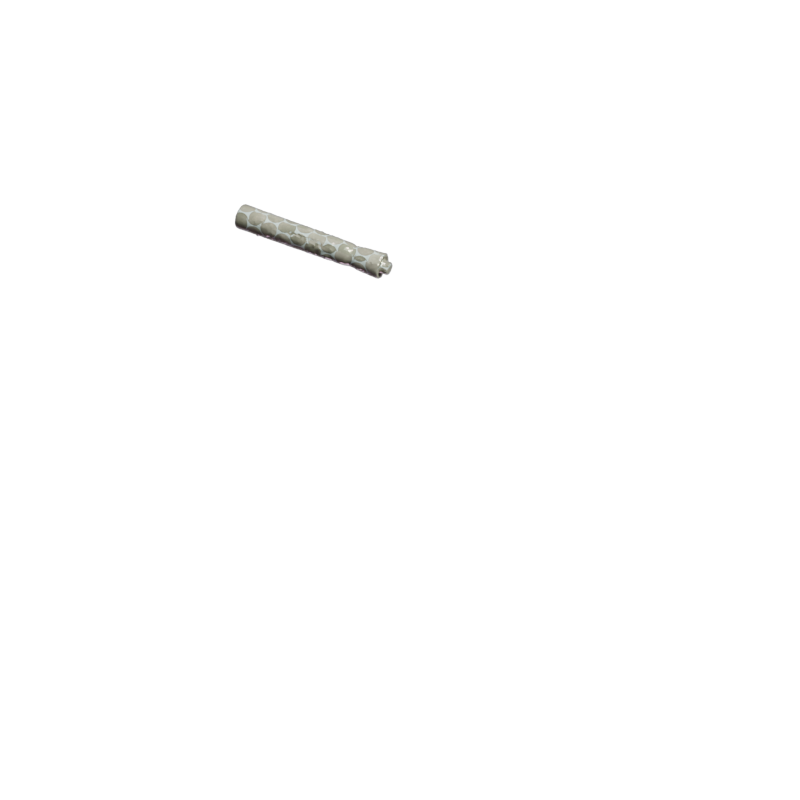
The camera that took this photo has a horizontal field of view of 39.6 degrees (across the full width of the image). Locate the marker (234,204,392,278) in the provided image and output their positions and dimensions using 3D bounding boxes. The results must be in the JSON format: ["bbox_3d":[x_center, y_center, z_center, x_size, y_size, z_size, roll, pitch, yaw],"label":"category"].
[{"bbox_3d":[-0.062,-0.113,0.792,0.126,0.019,0.019,22,11,20],"label":"marker"}]
